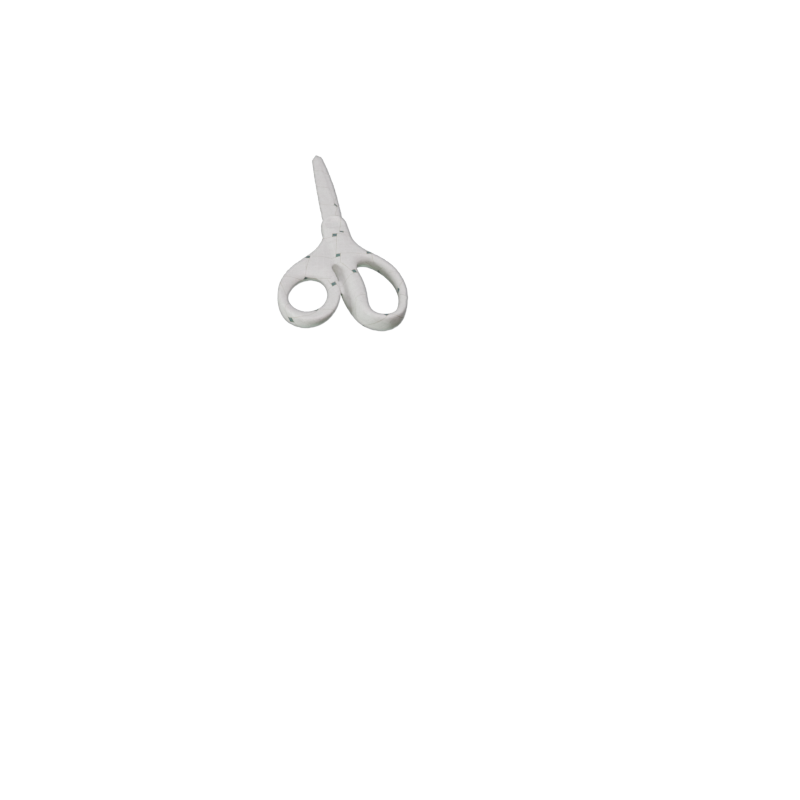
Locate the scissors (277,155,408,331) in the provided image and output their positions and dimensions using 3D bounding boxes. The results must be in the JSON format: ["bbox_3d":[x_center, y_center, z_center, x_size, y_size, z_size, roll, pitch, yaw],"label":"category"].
[{"bbox_3d":[-0.062,-0.114,0.798,0.095,0.015,0.219,-17,45,-18],"label":"scissors"}]
